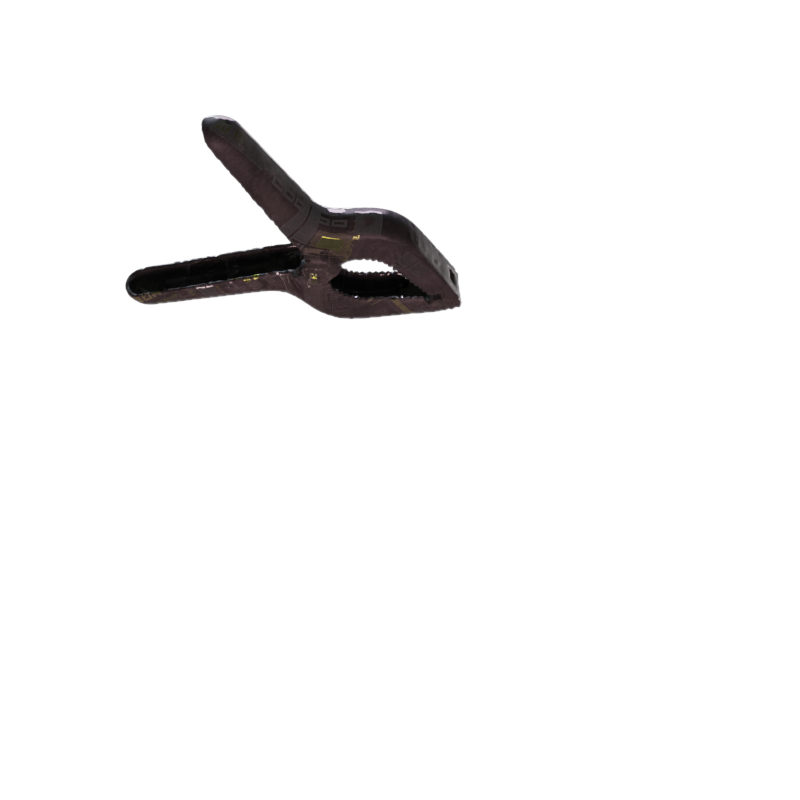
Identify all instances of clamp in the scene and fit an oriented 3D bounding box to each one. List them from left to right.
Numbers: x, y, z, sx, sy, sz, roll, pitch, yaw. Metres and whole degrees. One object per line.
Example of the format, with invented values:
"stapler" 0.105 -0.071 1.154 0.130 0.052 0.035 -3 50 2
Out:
"clamp" -0.054 -0.098 0.687 0.205 0.039 0.157 10 -36 -14
